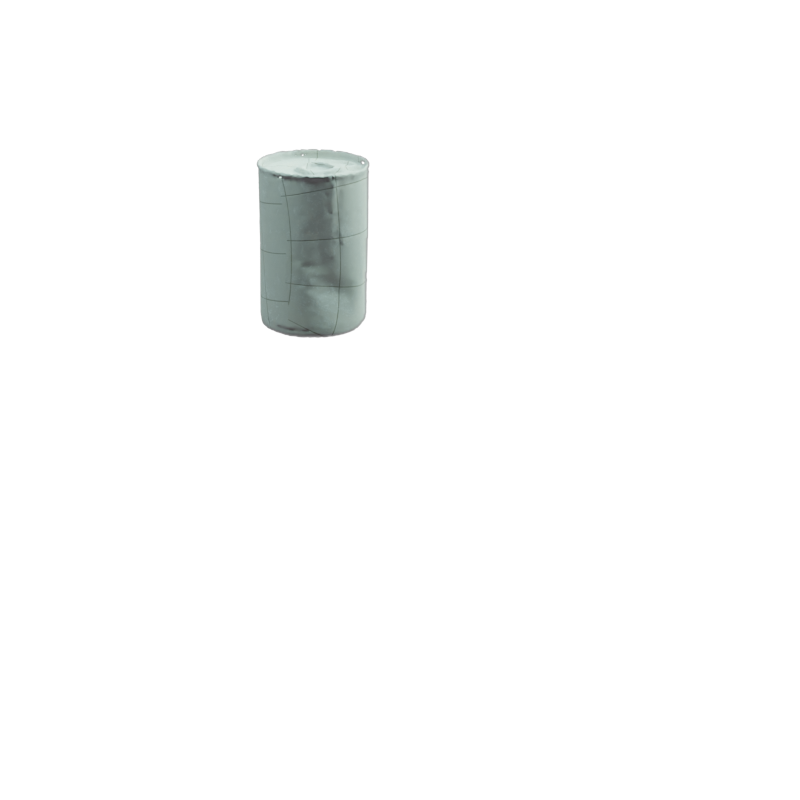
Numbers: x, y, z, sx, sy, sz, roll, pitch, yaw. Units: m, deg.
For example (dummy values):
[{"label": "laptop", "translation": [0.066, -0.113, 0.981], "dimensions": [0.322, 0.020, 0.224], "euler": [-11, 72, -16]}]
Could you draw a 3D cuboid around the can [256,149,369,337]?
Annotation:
[{"label": "can", "translation": [-0.053, -0.098, 0.683], "dimensions": [0.068, 0.098, 0.072], "euler": [0, 21, -2]}]
